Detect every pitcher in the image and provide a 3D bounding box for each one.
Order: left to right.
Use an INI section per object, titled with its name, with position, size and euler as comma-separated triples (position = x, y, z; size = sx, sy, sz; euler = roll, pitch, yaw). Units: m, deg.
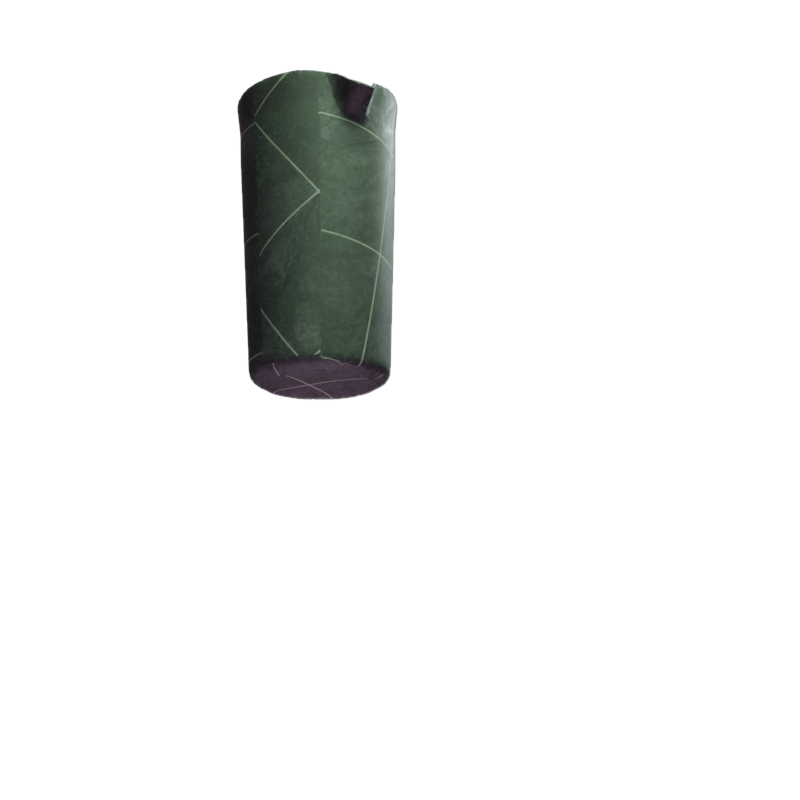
[pitcher]
position = -0.070, -0.127, 0.889
size = 0.147, 0.255, 0.140
euler = -6, -19, 14
